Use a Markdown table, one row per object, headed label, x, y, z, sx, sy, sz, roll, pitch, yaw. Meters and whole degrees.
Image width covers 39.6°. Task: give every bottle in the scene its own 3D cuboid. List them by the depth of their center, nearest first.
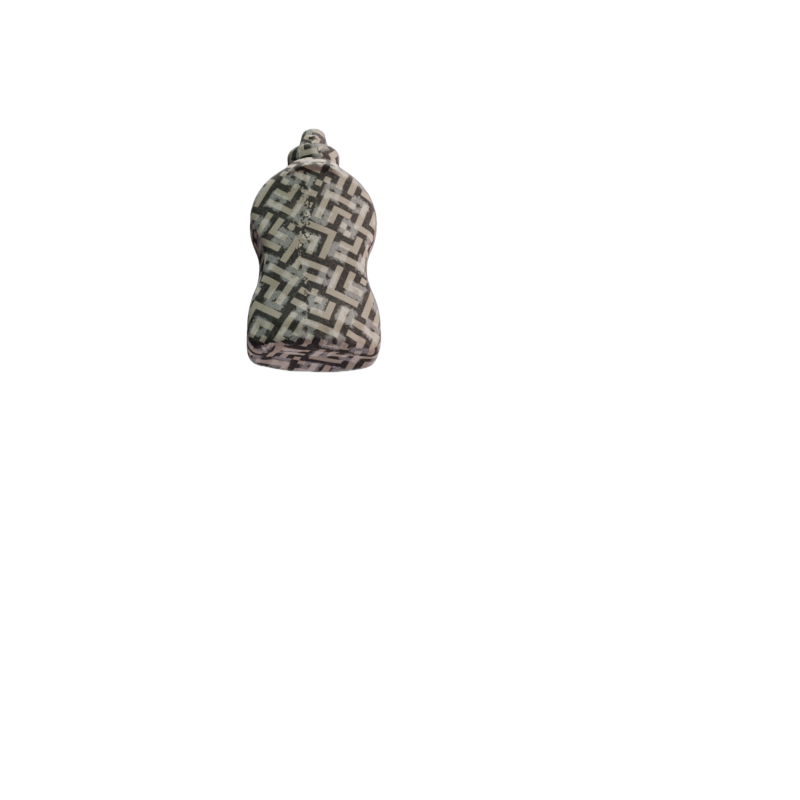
| label | x | y | z | sx | sy | sz | roll | pitch | yaw |
| --- | --- | --- | --- | --- | --- | --- | --- | --- | --- |
| bottle | -0.065 | -0.119 | 0.833 | 0.095 | 0.203 | 0.055 | 0 | -26 | -4 |
